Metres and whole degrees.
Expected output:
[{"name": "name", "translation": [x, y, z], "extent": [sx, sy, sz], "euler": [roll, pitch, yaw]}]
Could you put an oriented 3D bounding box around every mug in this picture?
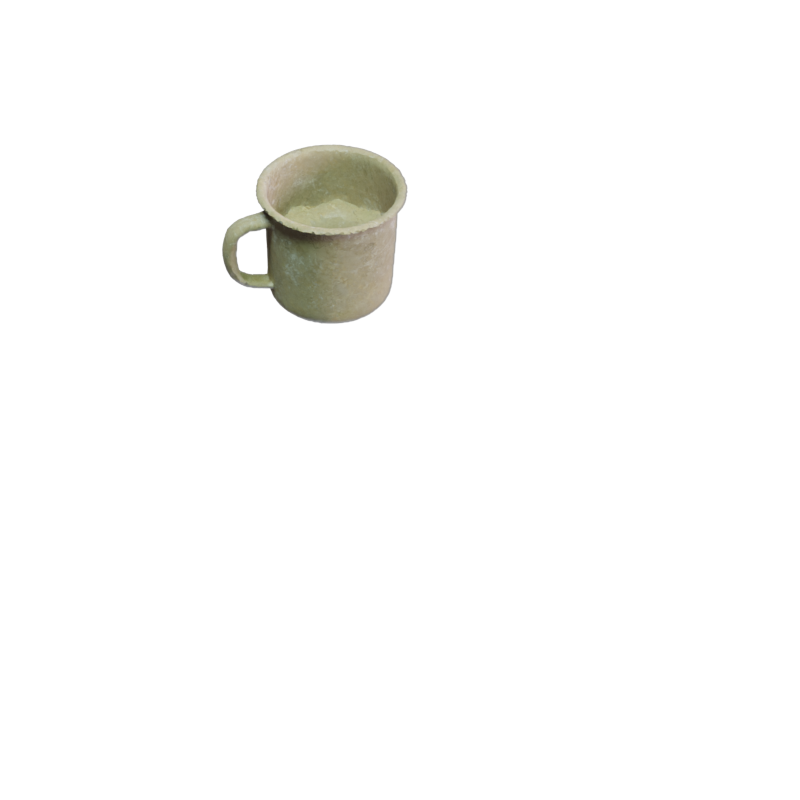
[{"name": "mug", "translation": [-0.055, -0.100, 0.700], "extent": [0.116, 0.076, 0.101], "euler": [-15, 45, -17]}]
